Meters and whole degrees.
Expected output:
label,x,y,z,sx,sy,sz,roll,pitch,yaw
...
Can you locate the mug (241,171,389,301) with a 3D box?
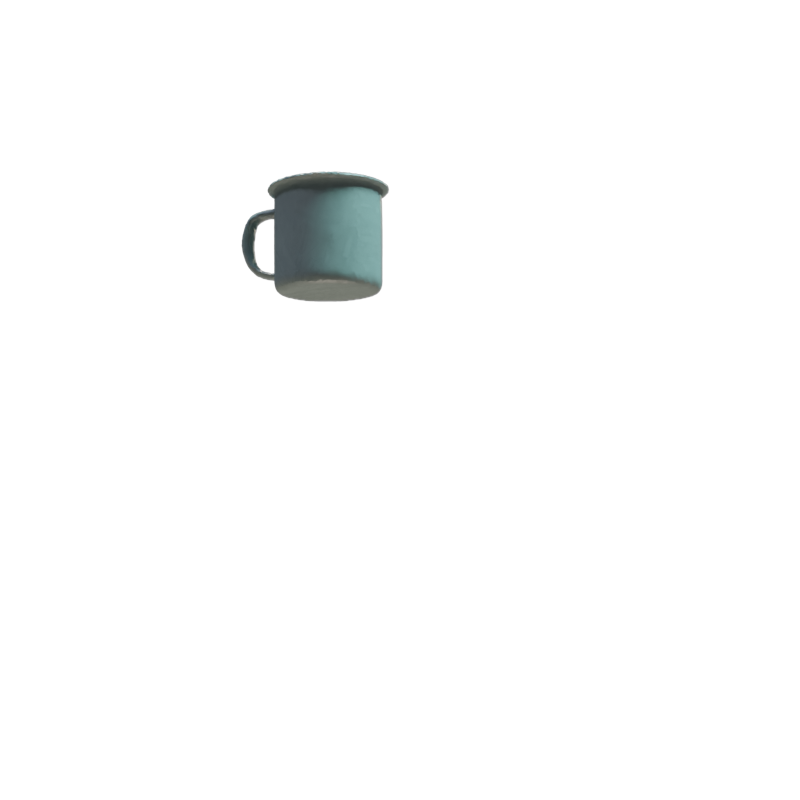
label,x,y,z,sx,sy,sz,roll,pitch,yaw
mug,-0.066,-0.120,0.842,0.119,0.084,0.089,-3,-9,16
